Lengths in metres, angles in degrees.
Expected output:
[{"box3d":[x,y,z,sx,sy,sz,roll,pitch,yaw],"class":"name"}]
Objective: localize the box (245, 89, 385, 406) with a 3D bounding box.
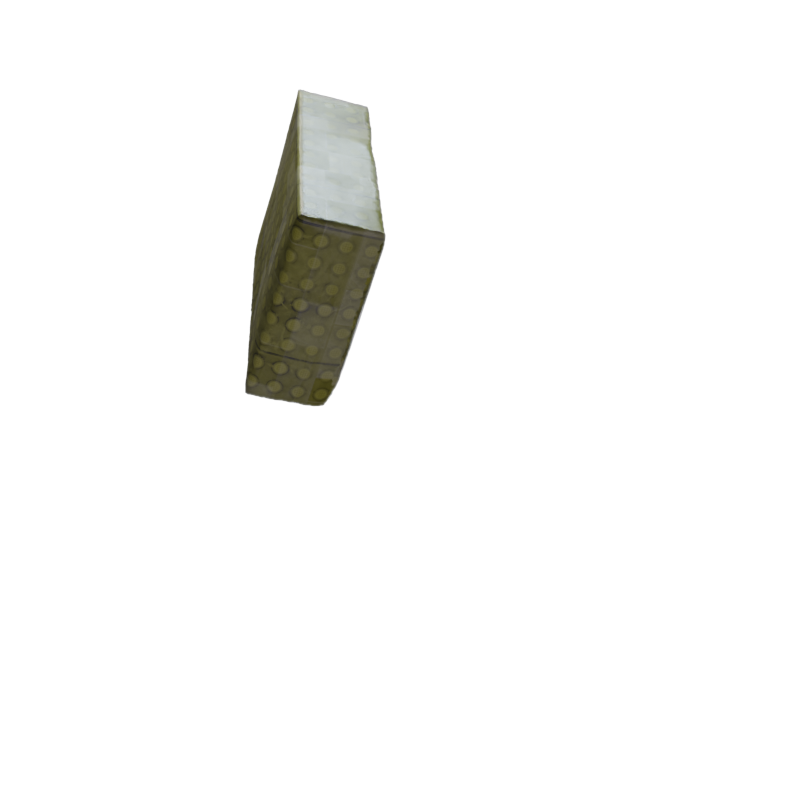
[{"box3d":[-0.069,-0.126,0.883,0.070,0.156,0.229,12,34,-13],"class":"box"}]
